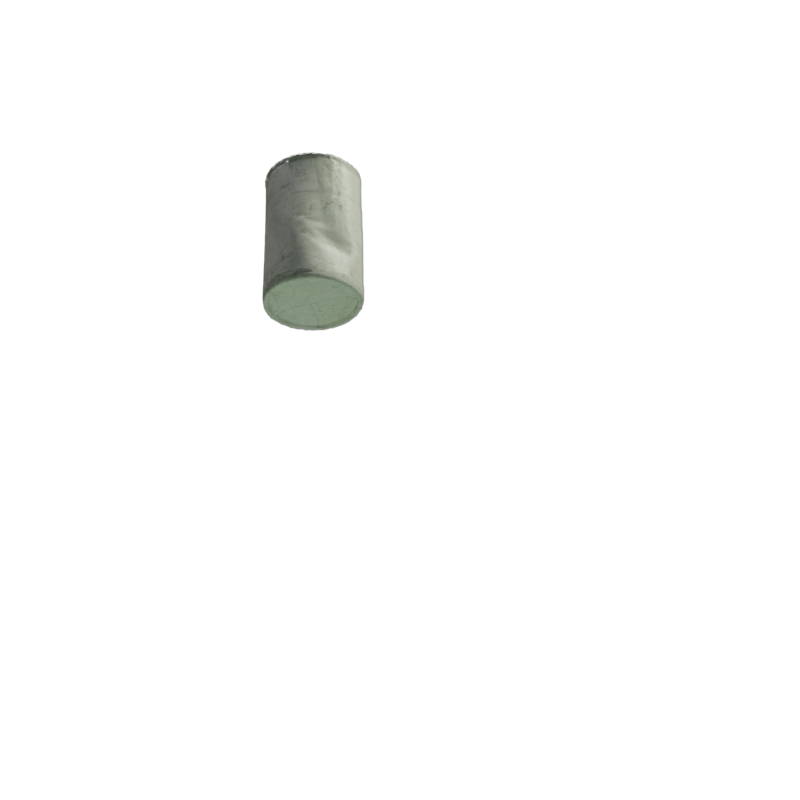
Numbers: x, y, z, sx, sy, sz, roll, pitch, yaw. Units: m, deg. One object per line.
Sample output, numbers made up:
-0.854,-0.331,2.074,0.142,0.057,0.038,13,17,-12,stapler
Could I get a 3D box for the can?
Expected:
-0.059,-0.107,0.750,0.068,0.109,0.064,-1,-32,-2,can
